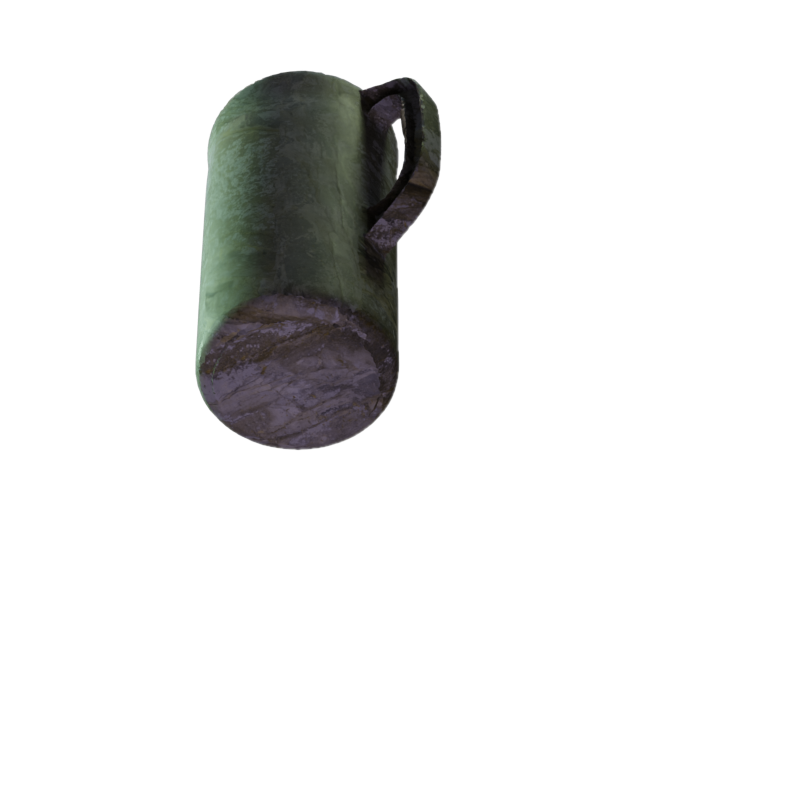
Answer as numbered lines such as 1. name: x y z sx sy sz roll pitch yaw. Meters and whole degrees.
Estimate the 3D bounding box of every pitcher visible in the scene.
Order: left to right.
1. pitcher: -0.053 -0.096 0.671 0.144 0.140 0.260 4 39 -7
